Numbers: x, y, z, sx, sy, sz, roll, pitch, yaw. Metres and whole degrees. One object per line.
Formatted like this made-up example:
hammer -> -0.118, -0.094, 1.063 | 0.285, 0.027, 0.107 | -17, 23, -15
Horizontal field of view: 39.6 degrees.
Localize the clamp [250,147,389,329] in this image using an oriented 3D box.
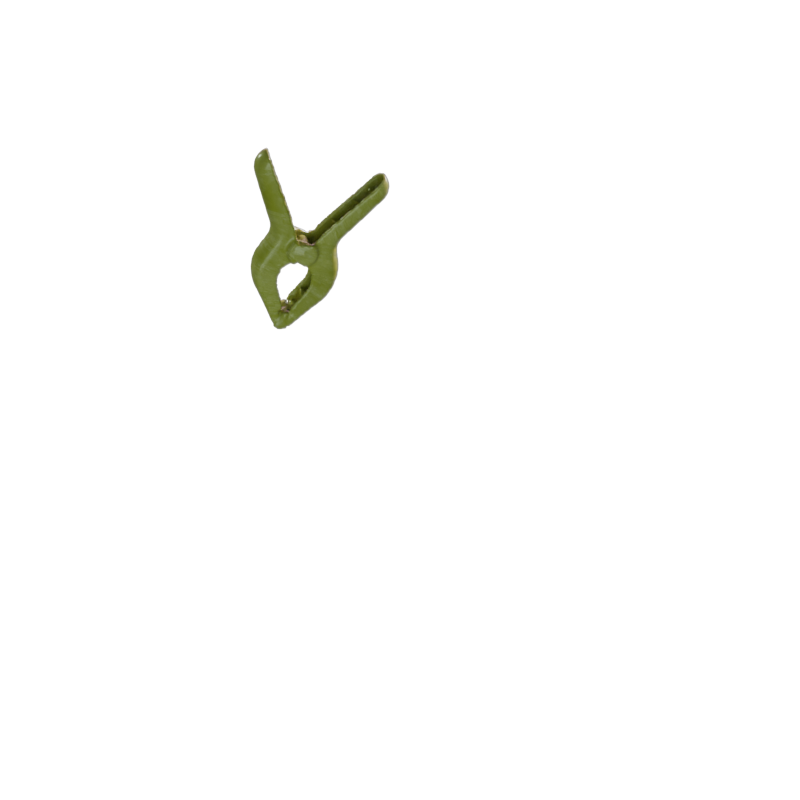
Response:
clamp -> -0.078, -0.142, 0.994 | 0.119, 0.162, 0.042 | 7, 31, -5
